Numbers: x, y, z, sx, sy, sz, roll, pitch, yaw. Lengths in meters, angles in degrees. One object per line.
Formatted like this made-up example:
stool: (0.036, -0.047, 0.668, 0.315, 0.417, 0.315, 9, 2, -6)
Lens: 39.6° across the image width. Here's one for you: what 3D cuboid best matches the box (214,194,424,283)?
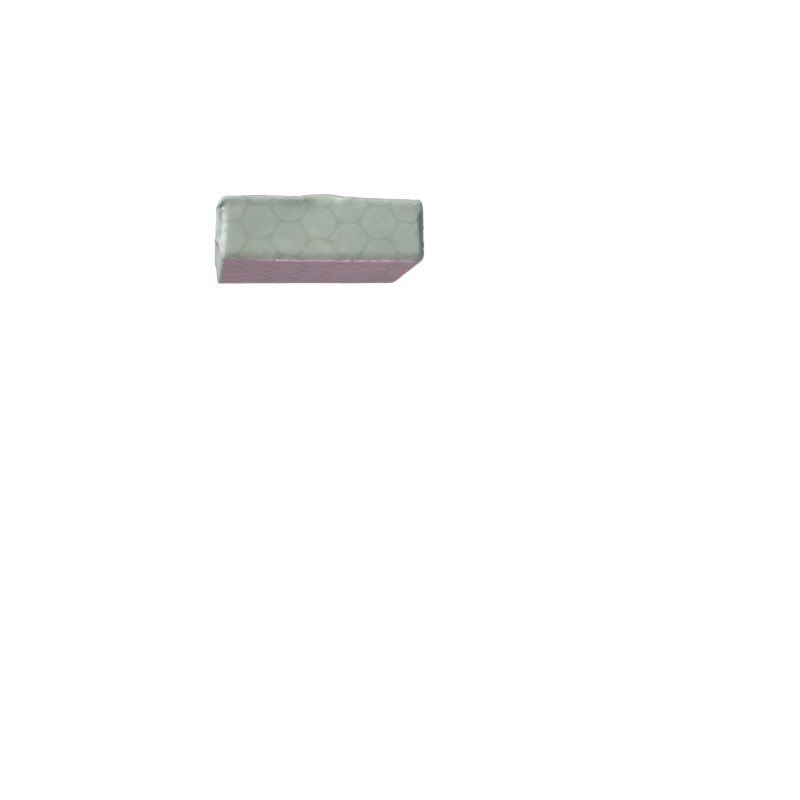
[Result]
box: (-0.039, -0.072, 0.502, 0.088, 0.031, 0.073, 0, -3, -7)
